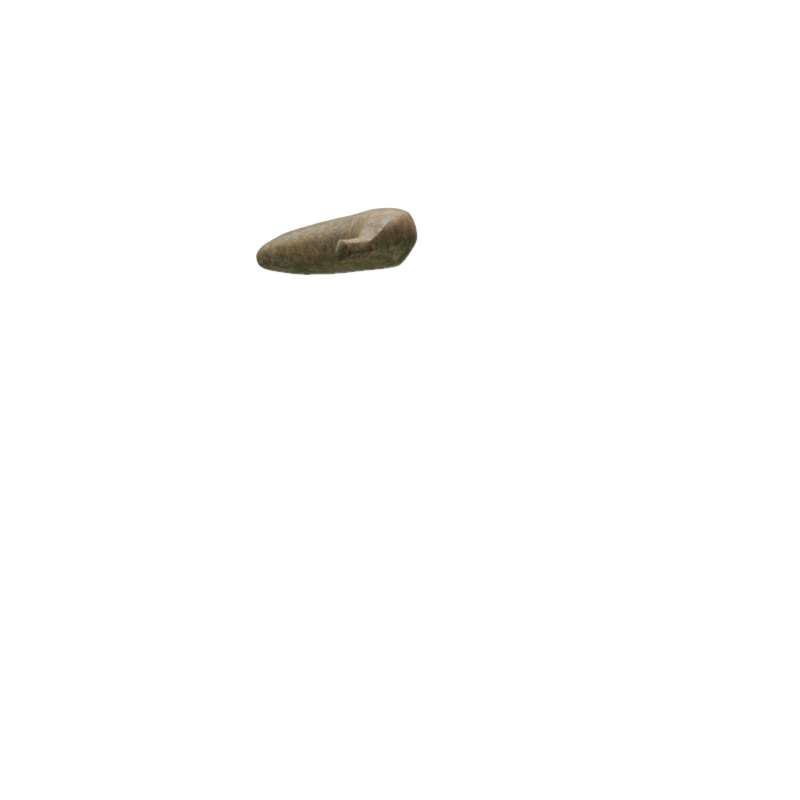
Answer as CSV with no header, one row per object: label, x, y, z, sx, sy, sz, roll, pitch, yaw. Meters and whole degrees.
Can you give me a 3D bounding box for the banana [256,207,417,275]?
banana,-0.036,-0.100,0.698,0.068,0.037,0.202,-1,4,-20
